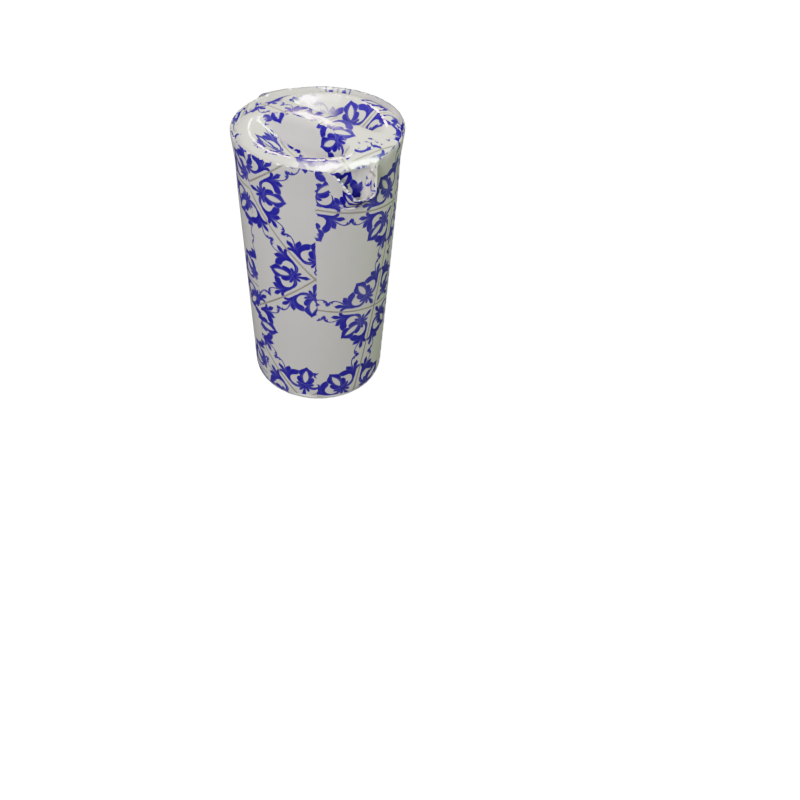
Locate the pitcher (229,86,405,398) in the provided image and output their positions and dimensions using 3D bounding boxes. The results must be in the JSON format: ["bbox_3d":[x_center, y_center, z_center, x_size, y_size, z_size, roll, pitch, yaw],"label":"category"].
[{"bbox_3d":[-0.071,-0.130,0.911,0.149,0.227,0.156,13,39,13],"label":"pitcher"}]
